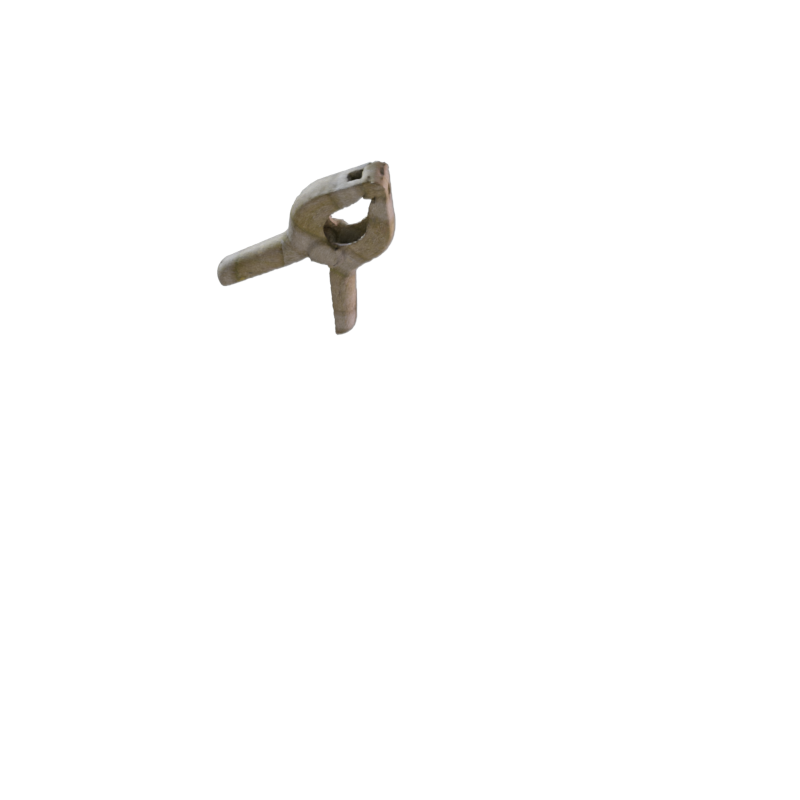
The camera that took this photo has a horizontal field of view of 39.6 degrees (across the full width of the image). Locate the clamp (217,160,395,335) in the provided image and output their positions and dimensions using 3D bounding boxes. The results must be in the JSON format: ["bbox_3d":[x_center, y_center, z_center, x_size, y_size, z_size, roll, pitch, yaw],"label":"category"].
[{"bbox_3d":[-0.066,-0.120,0.844,0.117,0.042,0.164,14,-44,-16],"label":"clamp"}]
